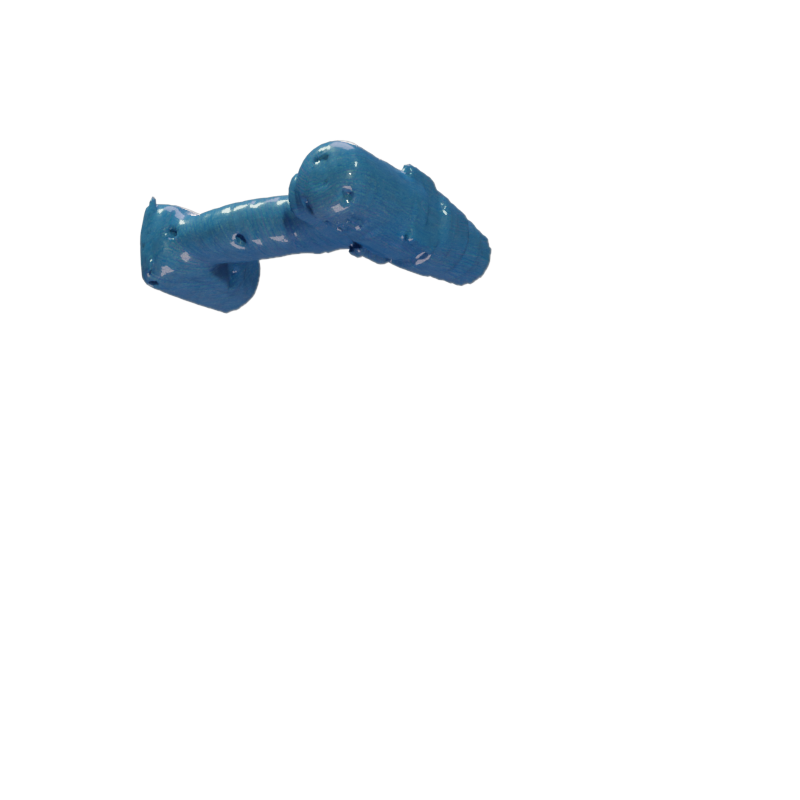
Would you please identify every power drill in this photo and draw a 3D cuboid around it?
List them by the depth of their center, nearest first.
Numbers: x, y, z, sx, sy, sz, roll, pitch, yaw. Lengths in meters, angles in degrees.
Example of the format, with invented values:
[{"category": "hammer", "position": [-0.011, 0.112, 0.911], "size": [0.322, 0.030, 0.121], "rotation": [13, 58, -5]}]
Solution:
[{"category": "power drill", "position": [-0.055, -0.100, 0.702], "size": [0.191, 0.060, 0.173], "rotation": [-9, -18, 31]}]
